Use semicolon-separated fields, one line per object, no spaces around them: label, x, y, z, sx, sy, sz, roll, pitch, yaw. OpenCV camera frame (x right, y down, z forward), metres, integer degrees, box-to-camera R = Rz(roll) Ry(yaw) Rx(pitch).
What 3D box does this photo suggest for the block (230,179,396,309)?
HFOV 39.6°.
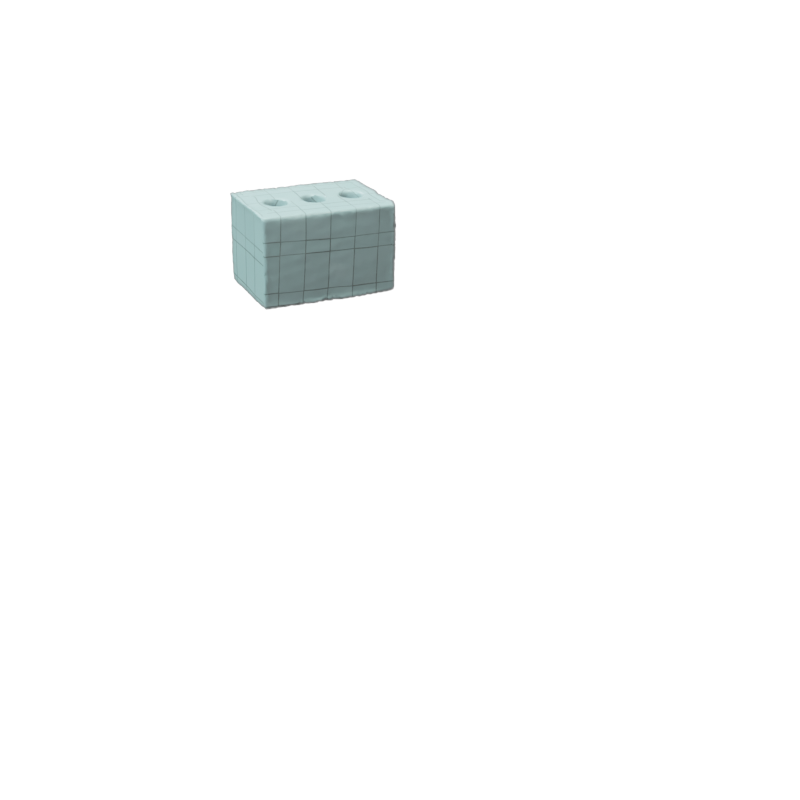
block;-0.047;-0.086;0.603;0.076;0.049;0.056;-10;25;-23
